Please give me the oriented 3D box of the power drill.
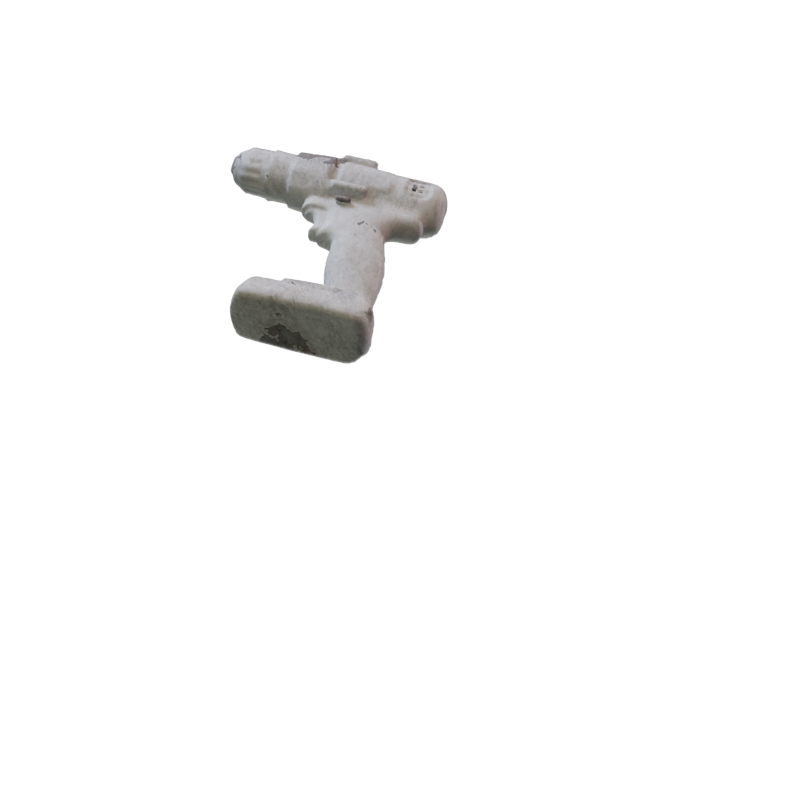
[{"bbox_3d":[-0.068,-0.125,0.875,0.188,0.197,0.053,12,-41,10],"label":"power drill"}]
